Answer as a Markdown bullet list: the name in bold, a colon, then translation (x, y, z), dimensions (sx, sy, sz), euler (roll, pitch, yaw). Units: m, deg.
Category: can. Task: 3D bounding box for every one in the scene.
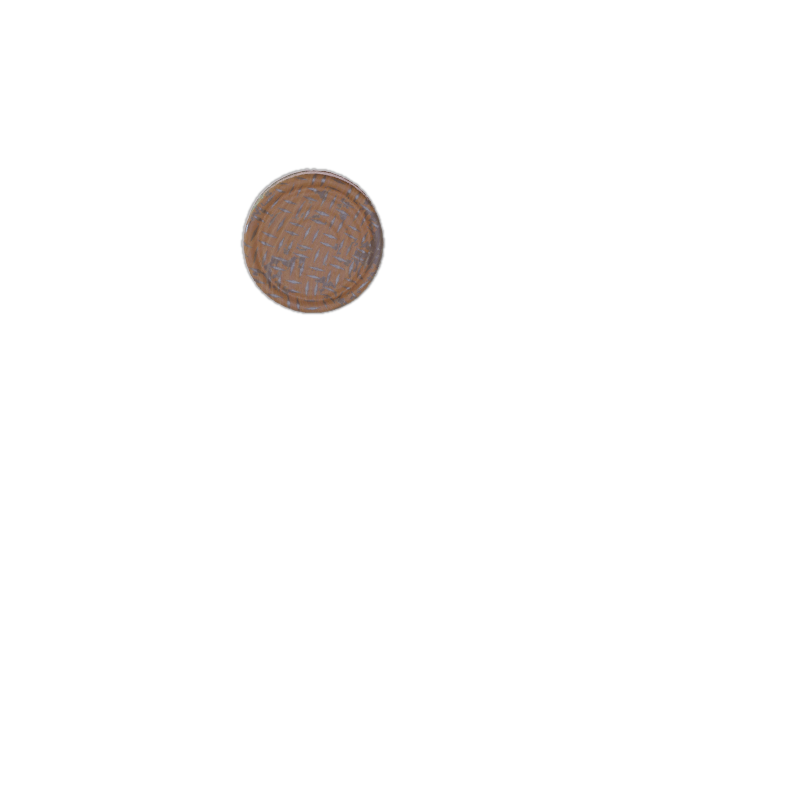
- **can**: translation (-0.053, -0.096, 0.672), dimensions (0.086, 0.084, 0.034), euler (0, 8, -1)
